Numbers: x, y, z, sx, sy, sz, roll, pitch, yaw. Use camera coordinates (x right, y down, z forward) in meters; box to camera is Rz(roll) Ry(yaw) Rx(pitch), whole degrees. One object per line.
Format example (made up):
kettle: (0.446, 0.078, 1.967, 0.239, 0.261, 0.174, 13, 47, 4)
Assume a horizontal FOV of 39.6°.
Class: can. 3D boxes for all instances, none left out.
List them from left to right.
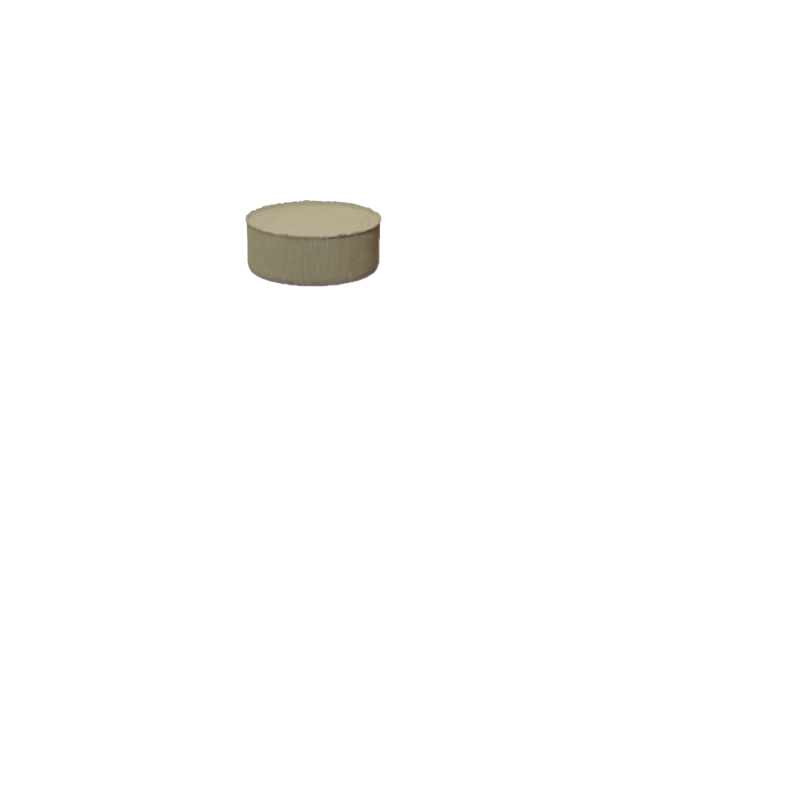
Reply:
can: (-0.055, -0.100, 0.704, 0.086, 0.032, 0.090, -1, 23, -2)
